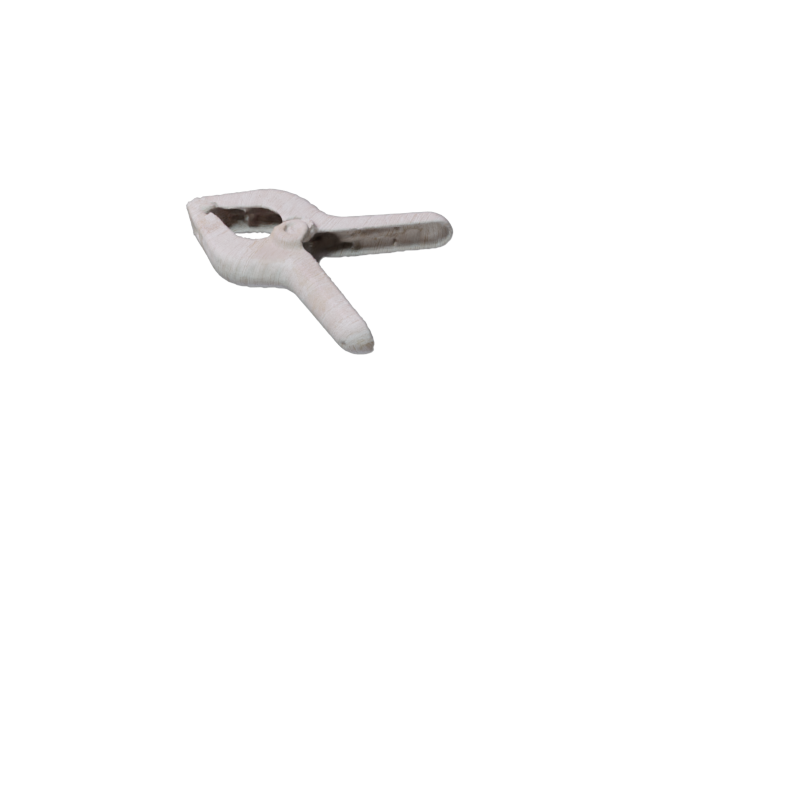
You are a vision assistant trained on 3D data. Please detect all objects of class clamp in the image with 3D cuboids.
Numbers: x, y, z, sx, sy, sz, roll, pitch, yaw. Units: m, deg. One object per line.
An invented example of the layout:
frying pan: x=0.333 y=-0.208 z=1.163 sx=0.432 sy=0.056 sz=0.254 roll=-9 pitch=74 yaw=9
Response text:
clamp: x=-0.055 y=-0.101 z=0.708 sx=0.181 sy=0.036 sz=0.122 roll=28 pitch=50 yaw=27
